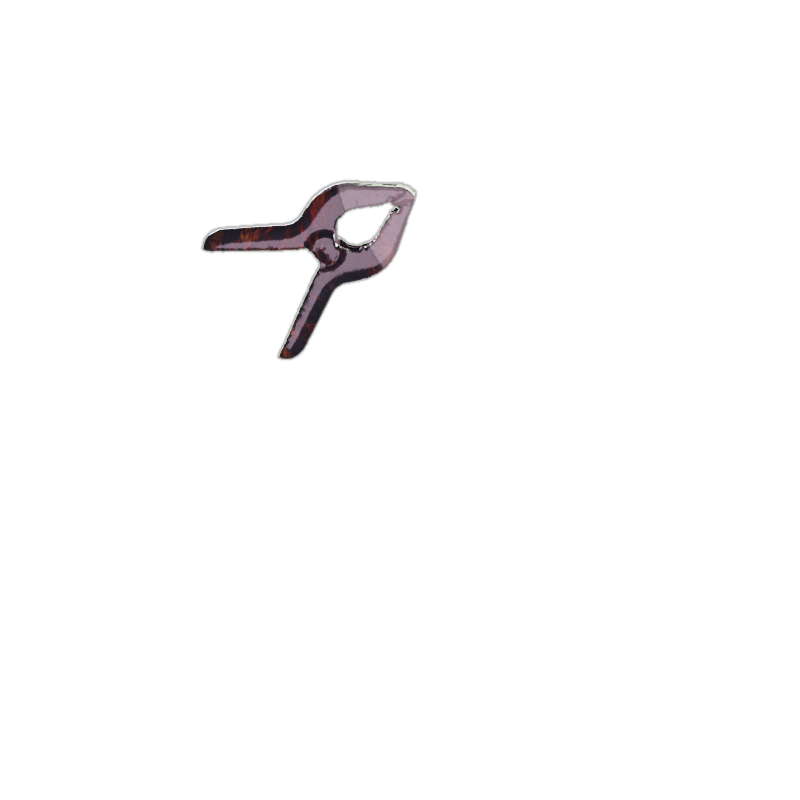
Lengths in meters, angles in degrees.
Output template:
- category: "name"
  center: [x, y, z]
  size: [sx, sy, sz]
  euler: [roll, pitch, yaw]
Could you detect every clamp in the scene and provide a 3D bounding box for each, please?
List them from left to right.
- category: "clamp"
  center: [-0.068, -0.125, 0.874]
  size: [0.170, 0.117, 0.041]
  euler: [-41, 12, 10]
